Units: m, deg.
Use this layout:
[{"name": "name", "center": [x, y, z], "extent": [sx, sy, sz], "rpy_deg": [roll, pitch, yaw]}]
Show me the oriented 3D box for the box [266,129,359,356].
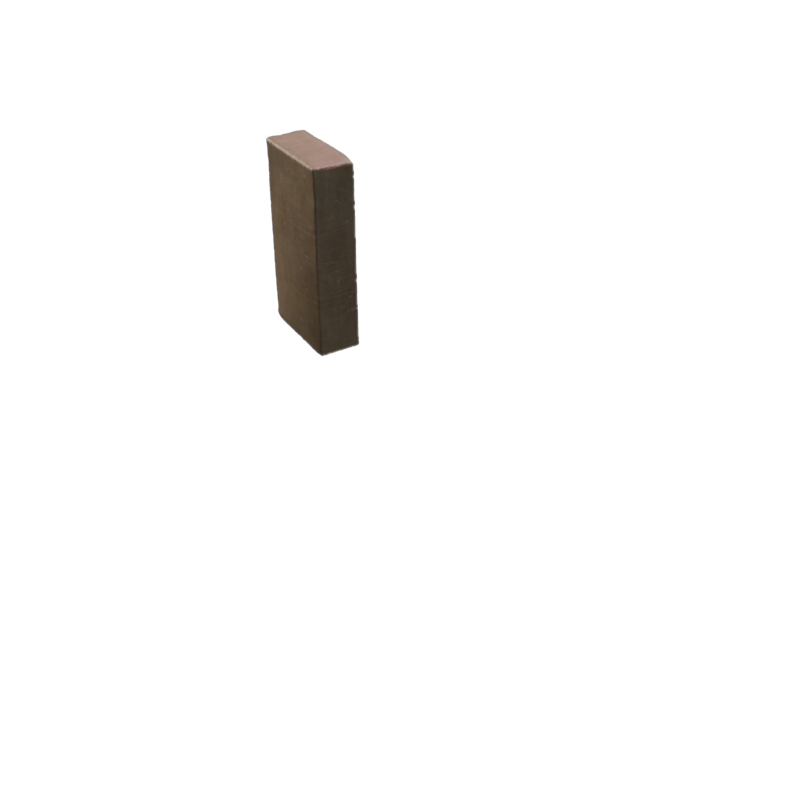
[{"name": "box", "center": [-0.075, -0.138, 0.969], "extent": [0.047, 0.167, 0.100], "rpy_deg": [-13, 31, -27]}]
